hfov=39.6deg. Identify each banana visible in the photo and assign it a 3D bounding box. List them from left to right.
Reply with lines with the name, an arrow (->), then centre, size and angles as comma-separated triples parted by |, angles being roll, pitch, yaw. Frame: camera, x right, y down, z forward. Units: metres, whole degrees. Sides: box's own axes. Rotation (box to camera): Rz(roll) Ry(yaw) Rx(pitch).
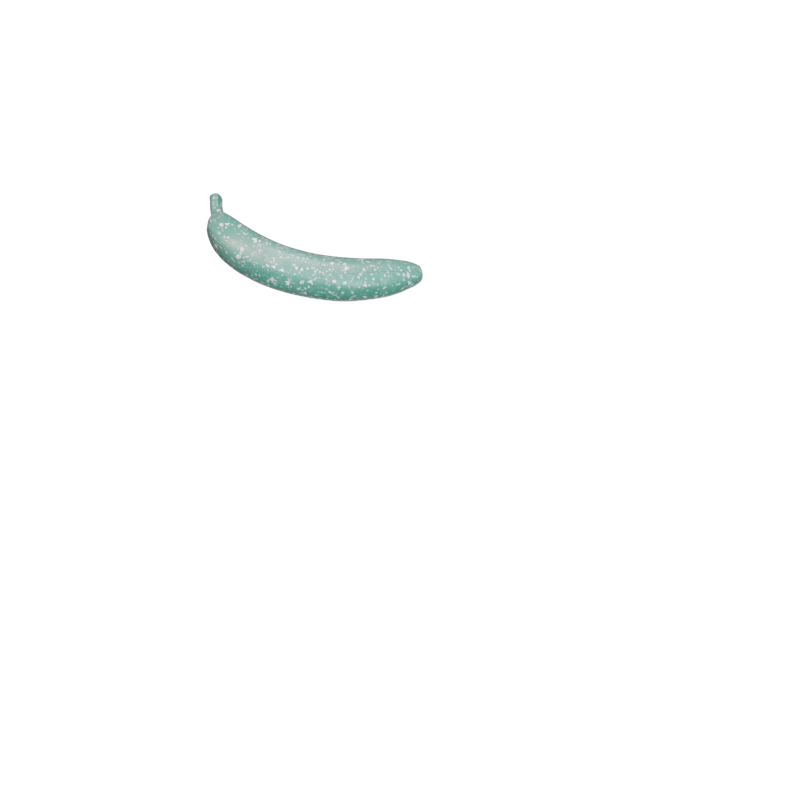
banana -> -0.083, -0.118, 0.916 | 0.202, 0.072, 0.035 | 22, -26, 11
